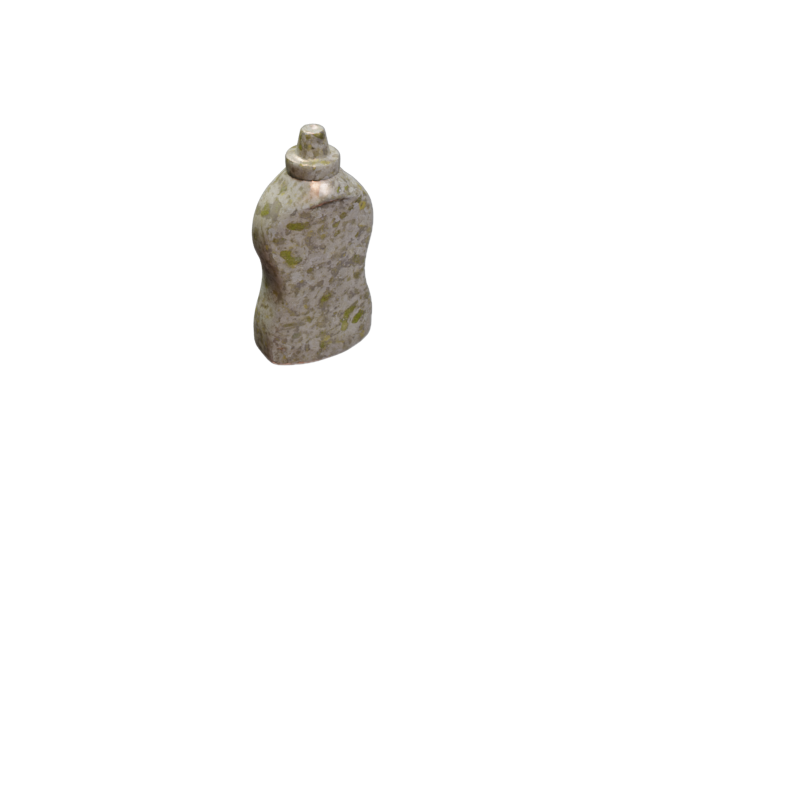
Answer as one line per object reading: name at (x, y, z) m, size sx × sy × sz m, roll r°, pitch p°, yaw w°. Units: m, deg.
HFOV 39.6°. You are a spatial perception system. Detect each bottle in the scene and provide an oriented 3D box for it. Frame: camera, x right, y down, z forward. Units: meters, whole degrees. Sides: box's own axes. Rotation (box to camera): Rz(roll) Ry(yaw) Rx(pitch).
bottle at (-0.067, -0.122, 0.852) m, size 0.095 × 0.180 × 0.063 m, roll -16°, pitch 38°, yaw -25°
